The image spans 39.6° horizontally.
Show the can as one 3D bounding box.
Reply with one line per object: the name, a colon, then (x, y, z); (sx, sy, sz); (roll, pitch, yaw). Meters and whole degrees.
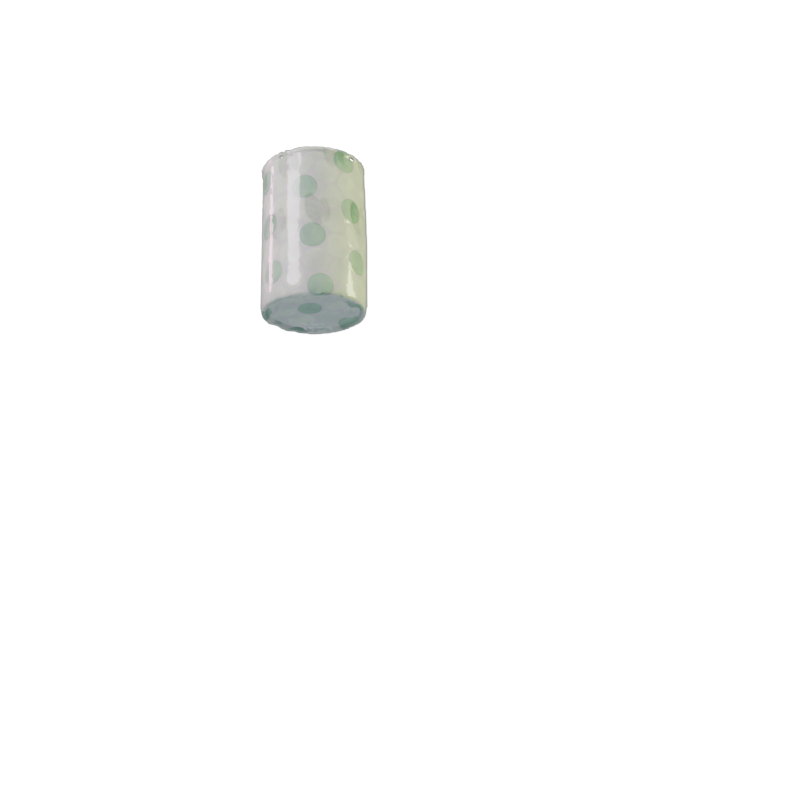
can: (-0.055, -0.101, 0.708); (0.068, 0.108, 0.065); (0, -23, -2)
